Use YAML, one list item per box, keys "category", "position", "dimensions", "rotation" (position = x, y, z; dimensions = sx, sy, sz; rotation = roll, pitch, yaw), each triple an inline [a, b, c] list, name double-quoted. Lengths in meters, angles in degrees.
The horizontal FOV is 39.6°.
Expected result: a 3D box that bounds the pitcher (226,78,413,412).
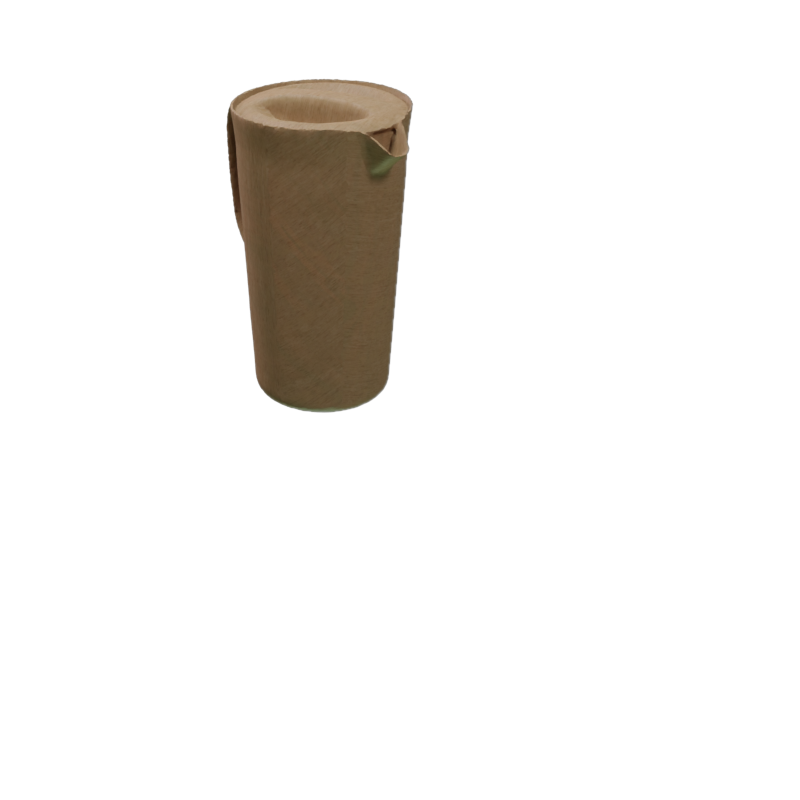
- category: "pitcher"
  position: [-0.067, -0.123, 0.859]
  dimensions: [0.145, 0.230, 0.157]
  rotation: [1, 26, 0]
